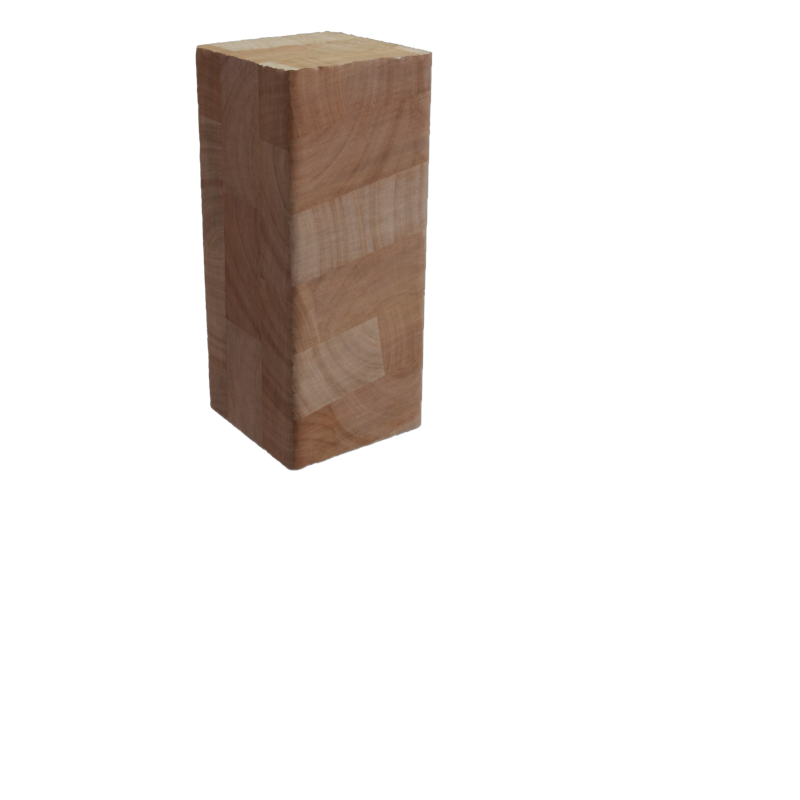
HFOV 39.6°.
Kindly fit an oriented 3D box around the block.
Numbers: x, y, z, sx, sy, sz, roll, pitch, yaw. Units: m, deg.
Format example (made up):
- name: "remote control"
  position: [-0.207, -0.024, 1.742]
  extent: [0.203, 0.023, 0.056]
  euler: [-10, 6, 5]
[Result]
- name: "block"
  position: [-0.047, -0.084, 0.588]
  extent: [0.088, 0.197, 0.097]
  euler: [-14, 26, -34]
